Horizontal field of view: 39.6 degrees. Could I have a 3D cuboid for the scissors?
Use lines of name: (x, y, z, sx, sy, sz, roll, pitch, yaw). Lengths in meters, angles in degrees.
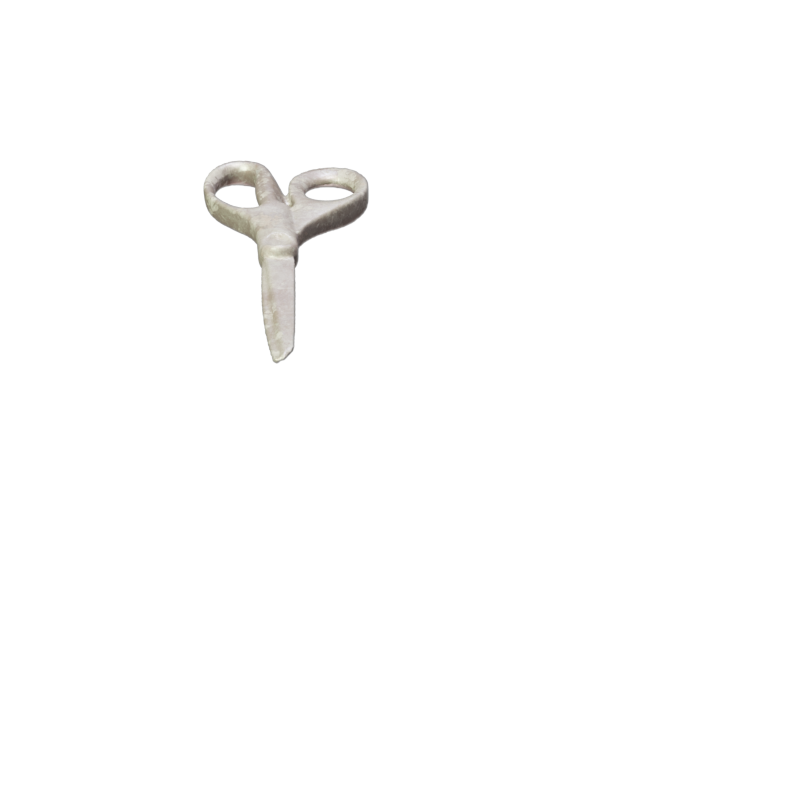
scissors: (-0.042, -0.076, 0.534, 0.095, 0.015, 0.217, -11, 33, -17)
